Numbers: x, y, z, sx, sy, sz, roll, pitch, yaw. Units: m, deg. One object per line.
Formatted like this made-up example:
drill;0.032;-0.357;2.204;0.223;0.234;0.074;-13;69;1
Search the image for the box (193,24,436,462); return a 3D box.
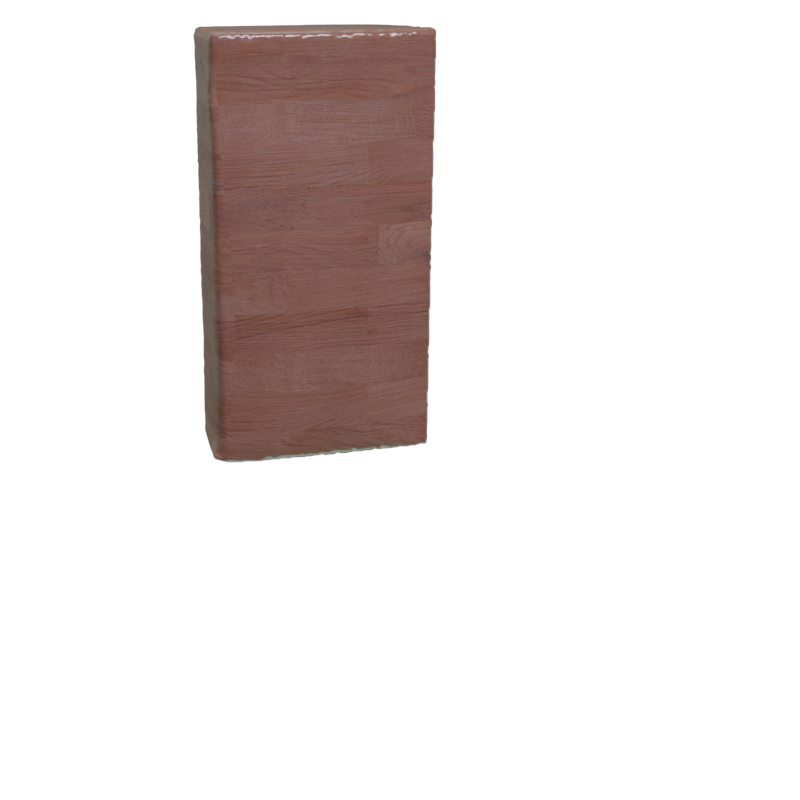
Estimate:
box;-0.036;-0.066;0.459;0.092;0.171;0.050;-3;13;-16
